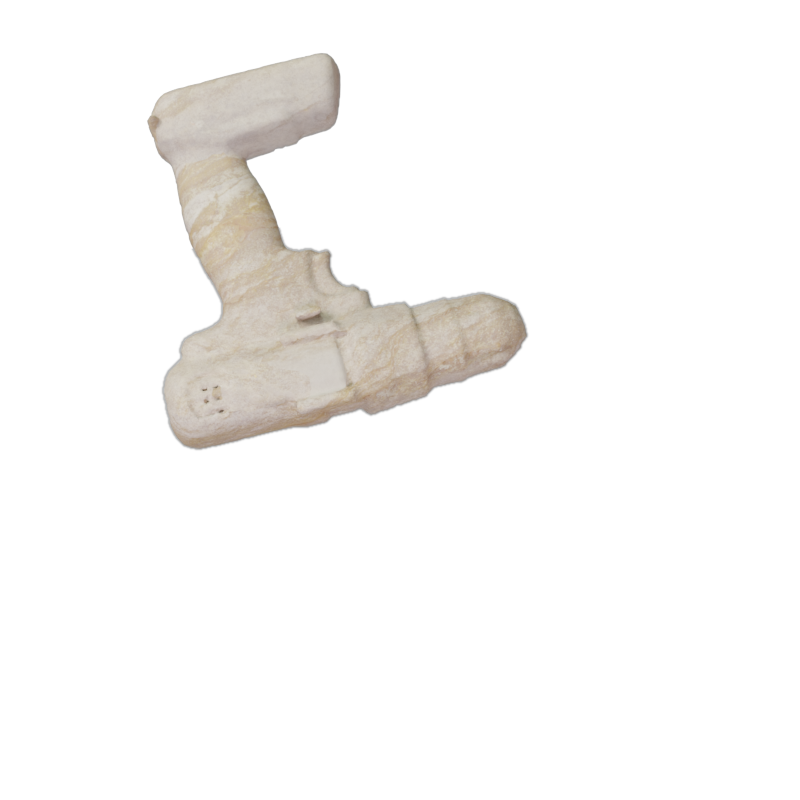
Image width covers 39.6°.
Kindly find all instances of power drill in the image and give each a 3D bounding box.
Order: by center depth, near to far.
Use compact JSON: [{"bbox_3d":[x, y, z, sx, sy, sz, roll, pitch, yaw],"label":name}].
[{"bbox_3d":[-0.045,-0.082,0.575,0.184,0.196,0.055,-14,-16,-5],"label":"power drill"}]
